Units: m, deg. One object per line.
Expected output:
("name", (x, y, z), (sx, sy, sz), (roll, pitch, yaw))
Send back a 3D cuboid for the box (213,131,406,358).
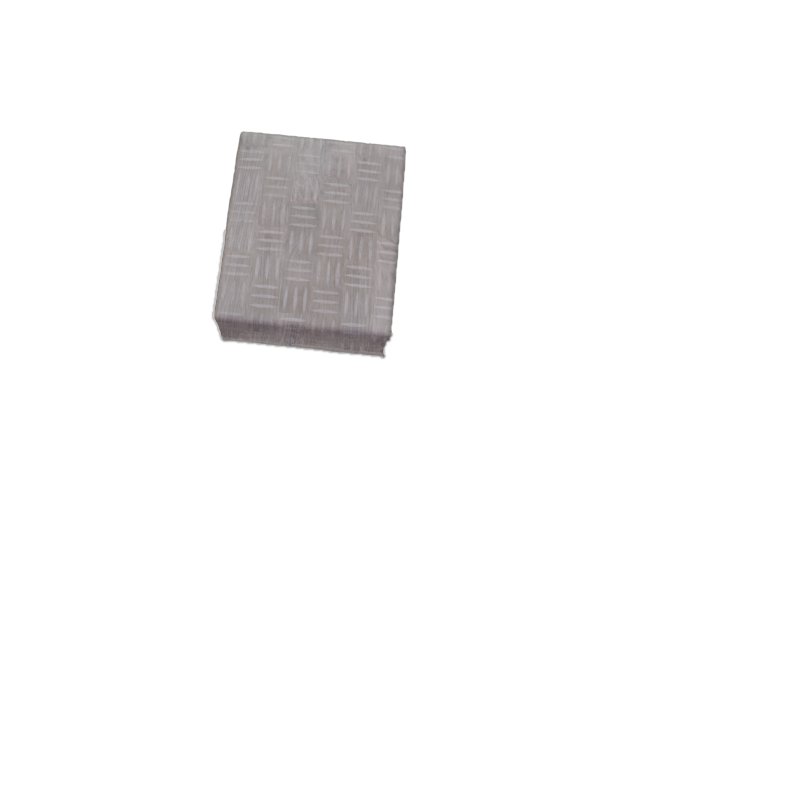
("box", (-0.046, -0.083, 0.583), (0.090, 0.119, 0.037), (4, -22, 1))
